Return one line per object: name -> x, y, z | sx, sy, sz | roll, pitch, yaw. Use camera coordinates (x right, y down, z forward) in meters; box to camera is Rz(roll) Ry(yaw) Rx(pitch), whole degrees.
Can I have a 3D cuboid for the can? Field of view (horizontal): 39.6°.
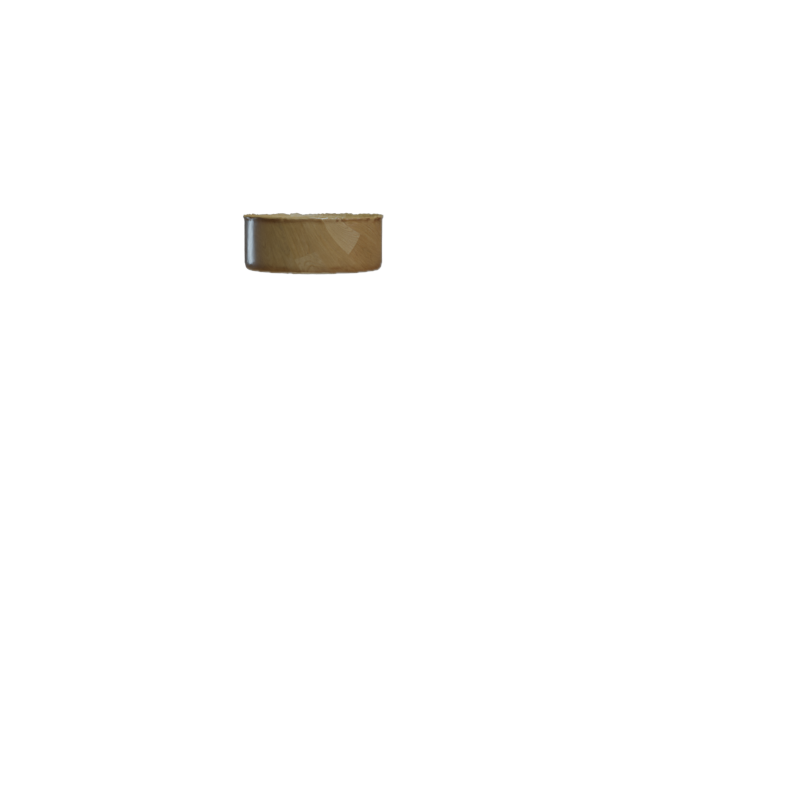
can -> -0.053, -0.097, 0.677 | 0.086, 0.033, 0.087 | 0, 10, -2
